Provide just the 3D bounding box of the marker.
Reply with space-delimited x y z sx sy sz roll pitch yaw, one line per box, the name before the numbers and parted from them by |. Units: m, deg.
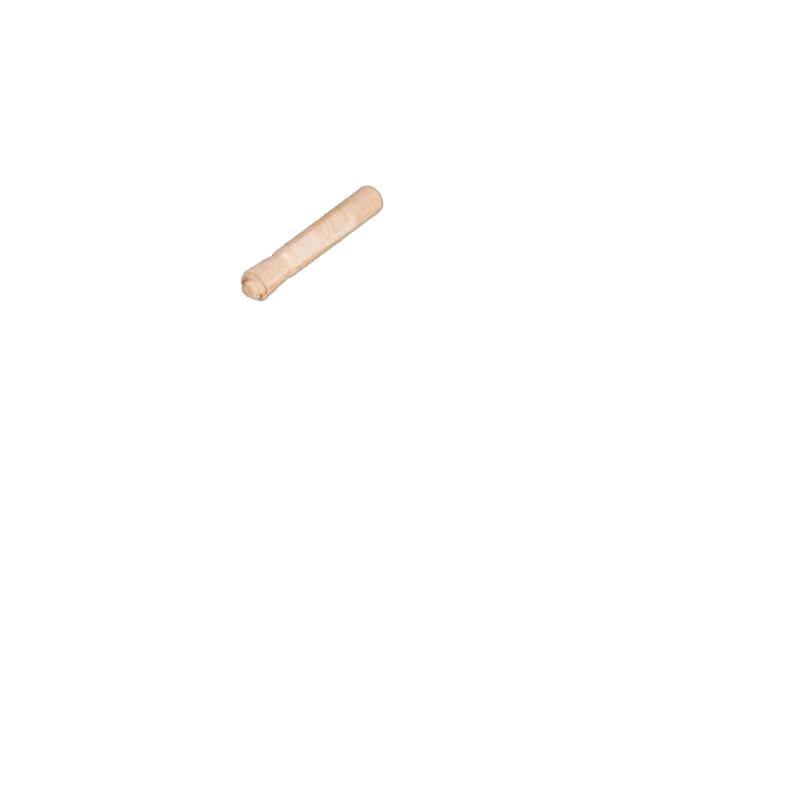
marker | -0.049 -0.090 0.631 0.020 0.019 0.123 2 33 36
